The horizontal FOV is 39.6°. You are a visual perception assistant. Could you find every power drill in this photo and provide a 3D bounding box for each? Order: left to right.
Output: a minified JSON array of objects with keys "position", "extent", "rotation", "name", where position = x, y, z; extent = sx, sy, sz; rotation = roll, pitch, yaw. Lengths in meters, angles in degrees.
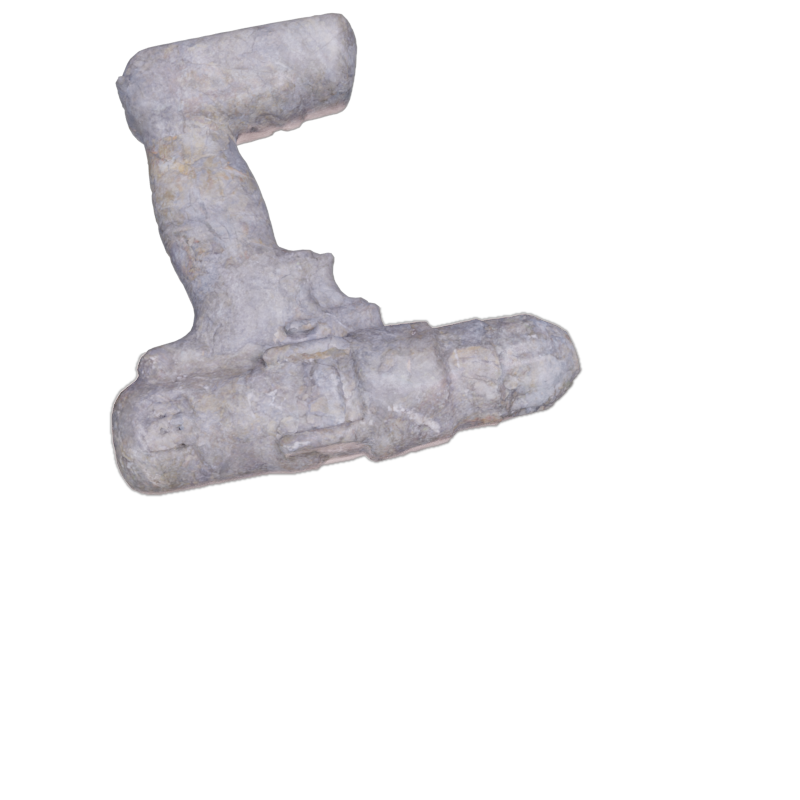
[{"position":[-0.036,-0.065,0.458],"extent":[0.183,0.198,0.055],"rotation":[-11,-21,-5],"name":"power drill"}]
